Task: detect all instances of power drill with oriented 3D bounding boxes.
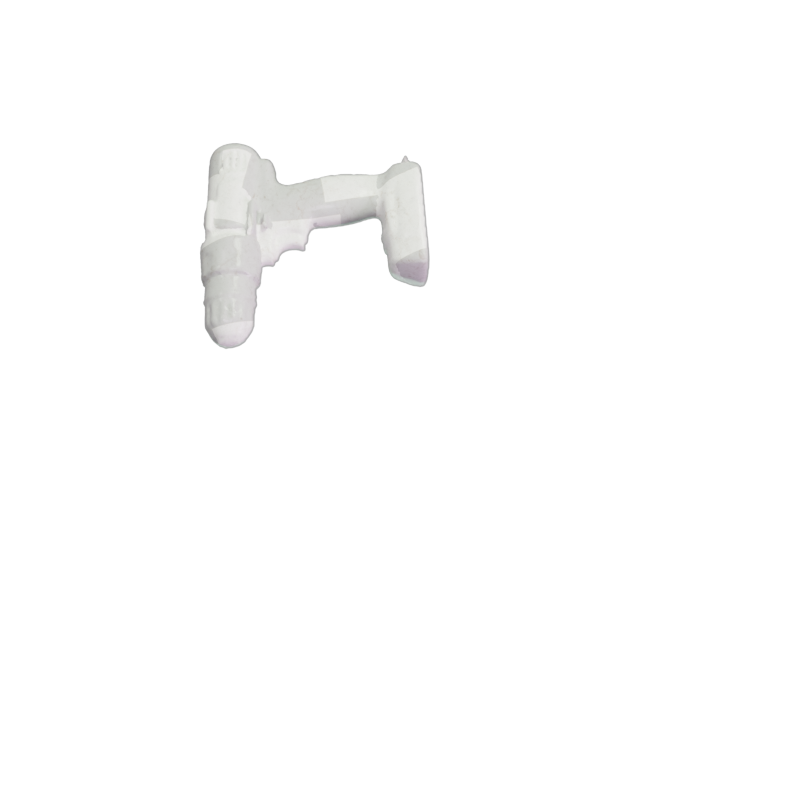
[{"bbox_3d":[-0.072,-0.131,0.919,0.187,0.195,0.054,-1,-25,-1],"label":"power drill"}]
